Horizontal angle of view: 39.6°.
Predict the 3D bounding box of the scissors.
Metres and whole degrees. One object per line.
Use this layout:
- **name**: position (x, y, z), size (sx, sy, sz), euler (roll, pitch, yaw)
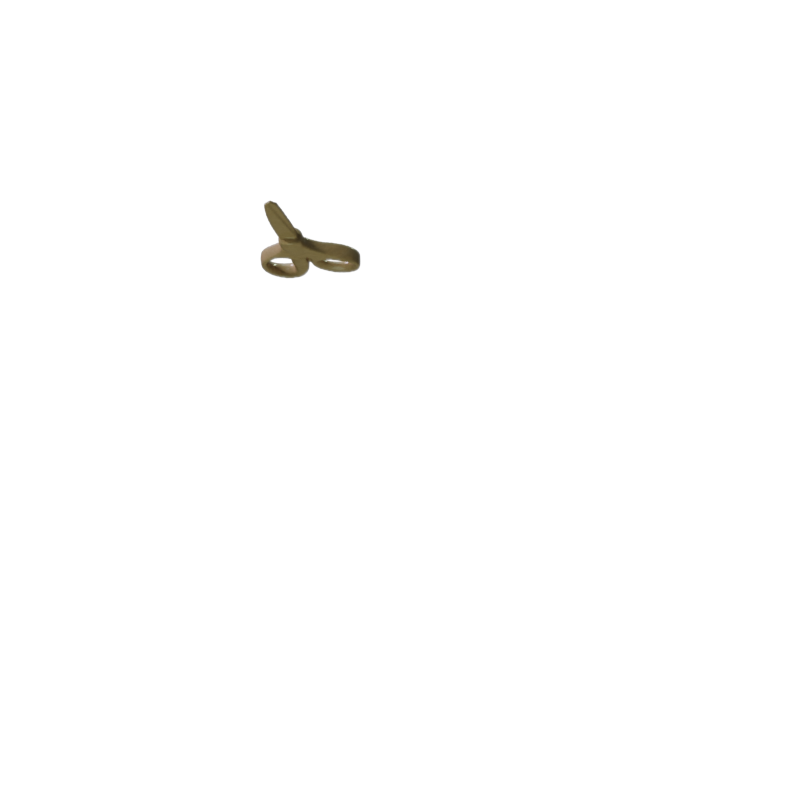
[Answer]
- **scissors**: position (-0.071, -0.130, 0.911), size (0.095, 0.016, 0.198), euler (1, -8, -10)
